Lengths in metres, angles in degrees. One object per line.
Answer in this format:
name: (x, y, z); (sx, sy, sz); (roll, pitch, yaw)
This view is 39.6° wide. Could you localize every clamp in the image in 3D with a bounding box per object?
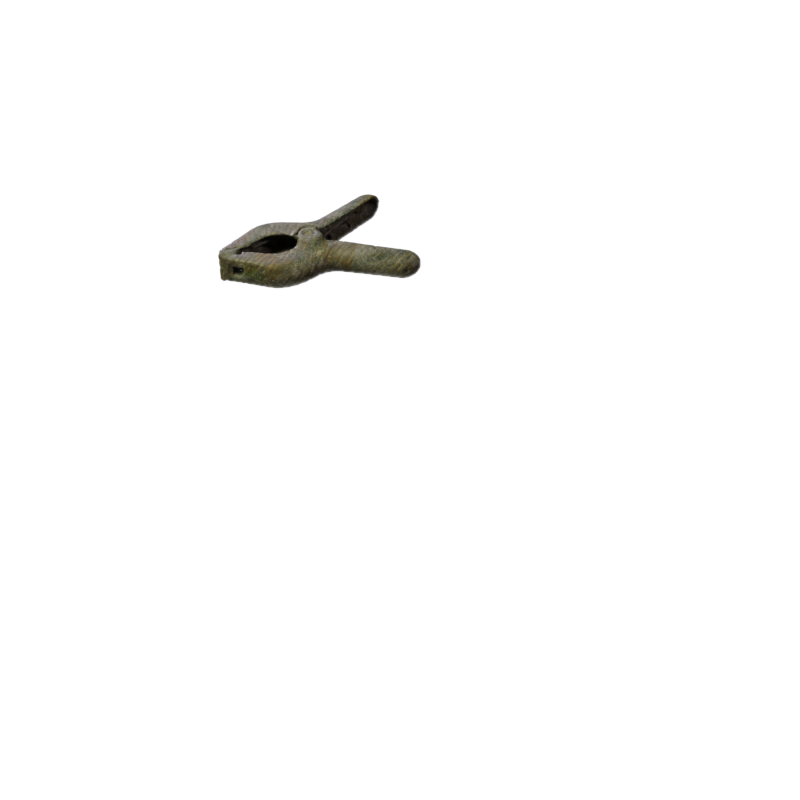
clamp: (-0.077, -0.140, 0.984); (0.170, 0.037, 0.129); (-5, 33, -8)
